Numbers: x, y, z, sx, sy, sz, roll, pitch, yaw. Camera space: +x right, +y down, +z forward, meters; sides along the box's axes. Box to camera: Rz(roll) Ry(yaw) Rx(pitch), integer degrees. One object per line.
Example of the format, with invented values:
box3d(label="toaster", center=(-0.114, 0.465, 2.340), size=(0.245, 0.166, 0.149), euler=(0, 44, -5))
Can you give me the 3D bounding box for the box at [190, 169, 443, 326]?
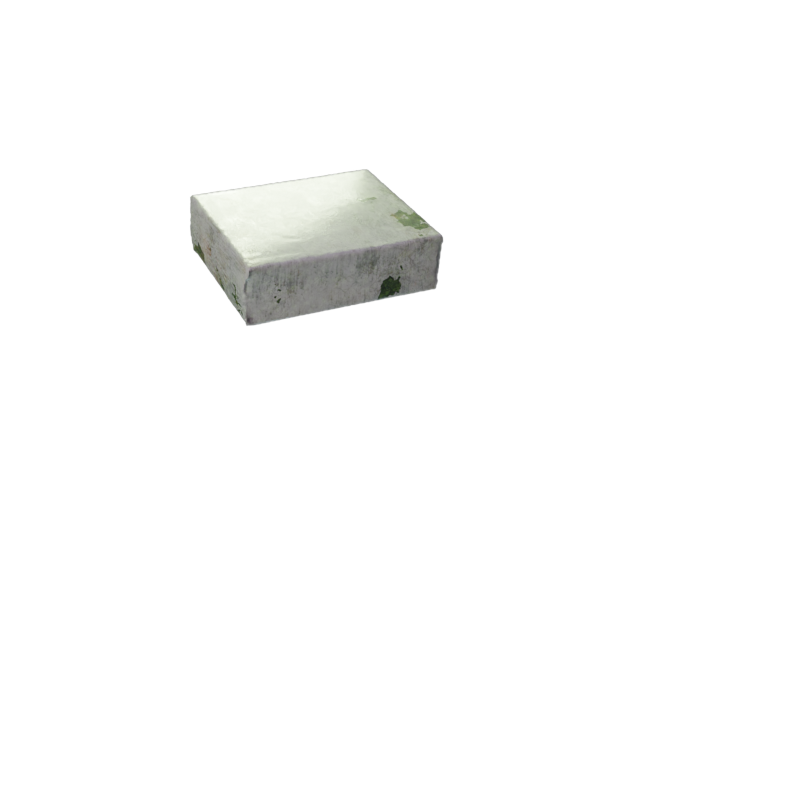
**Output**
box3d(label="box", center=(-0.047, -0.086, 0.601), size=(0.112, 0.036, 0.097), euler=(-15, 36, -21))
